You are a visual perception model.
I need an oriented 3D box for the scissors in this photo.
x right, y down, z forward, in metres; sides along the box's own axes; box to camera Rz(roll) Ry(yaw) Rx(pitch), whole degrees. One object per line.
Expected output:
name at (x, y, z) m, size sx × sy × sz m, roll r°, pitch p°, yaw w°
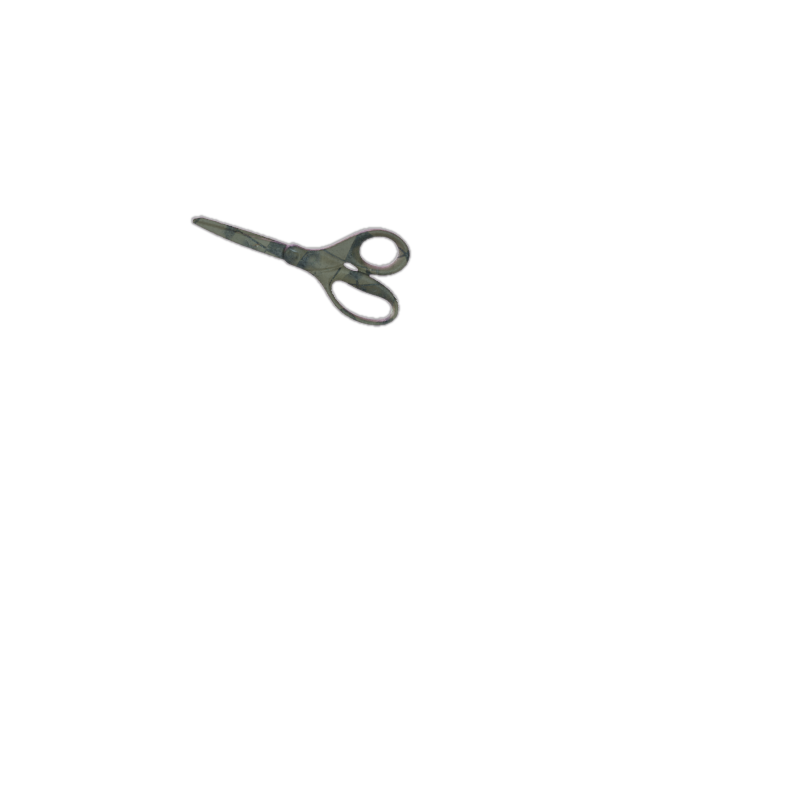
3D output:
scissors at (-0.078, -0.142, 0.998) m, size 0.200 × 0.096 × 0.016 m, roll 35°, pitch 3°, yaw -2°
